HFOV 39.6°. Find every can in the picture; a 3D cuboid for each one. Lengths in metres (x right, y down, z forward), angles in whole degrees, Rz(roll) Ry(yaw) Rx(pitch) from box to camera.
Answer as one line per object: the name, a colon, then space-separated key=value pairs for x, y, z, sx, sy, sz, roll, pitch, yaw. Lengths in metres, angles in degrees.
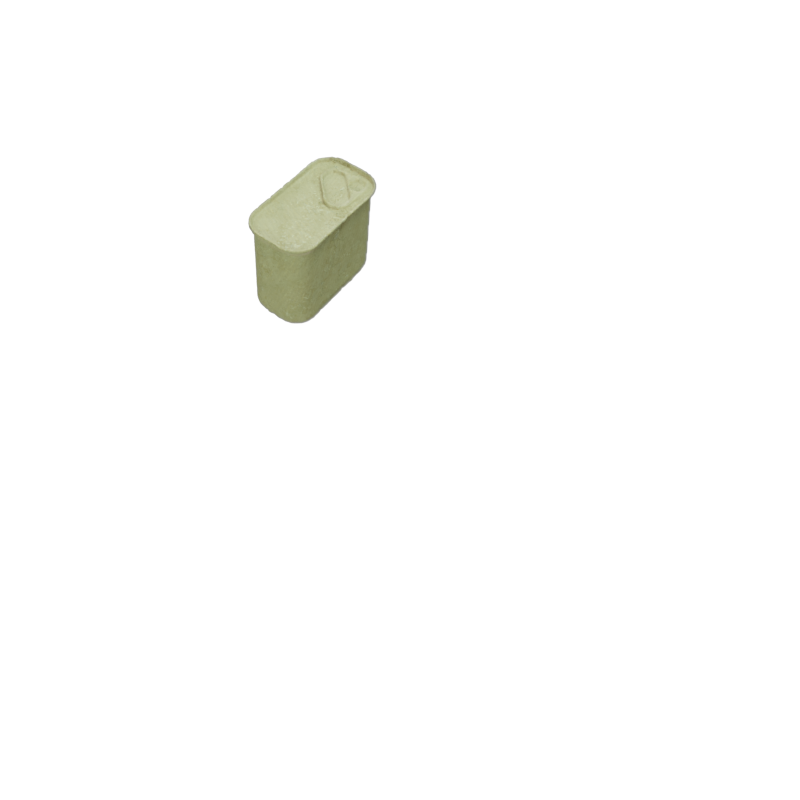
can: x=-0.065 y=-0.119 z=0.834 sx=0.060 sy=0.078 sz=0.104 roll=30 pitch=55 yaw=20
